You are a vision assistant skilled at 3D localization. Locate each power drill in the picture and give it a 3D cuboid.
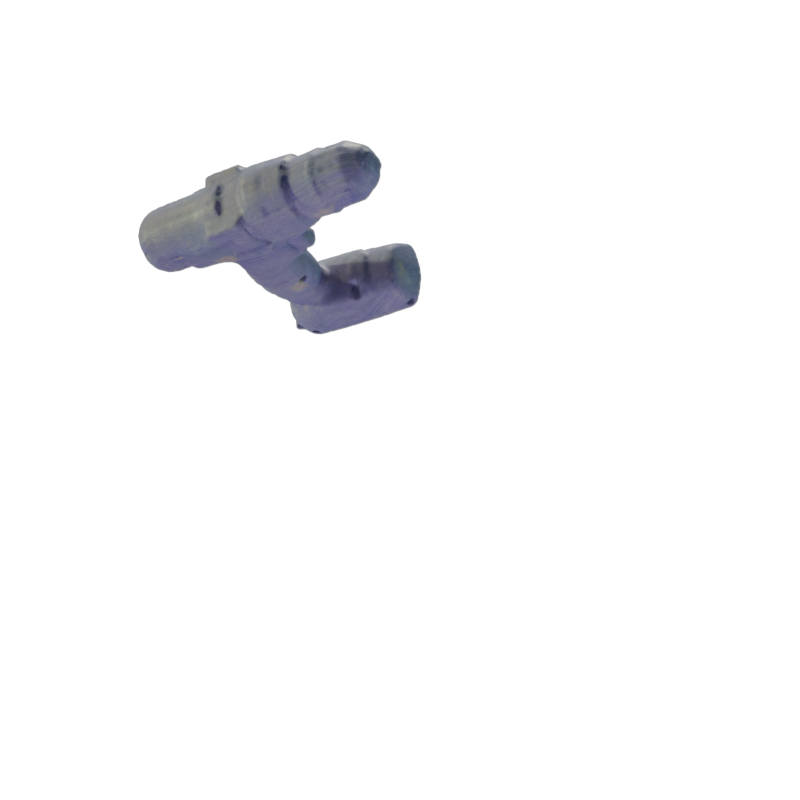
[{"bbox_3d":[-0.061,-0.112,0.784,0.187,0.061,0.175,-13,-24,29],"label":"power drill"}]
